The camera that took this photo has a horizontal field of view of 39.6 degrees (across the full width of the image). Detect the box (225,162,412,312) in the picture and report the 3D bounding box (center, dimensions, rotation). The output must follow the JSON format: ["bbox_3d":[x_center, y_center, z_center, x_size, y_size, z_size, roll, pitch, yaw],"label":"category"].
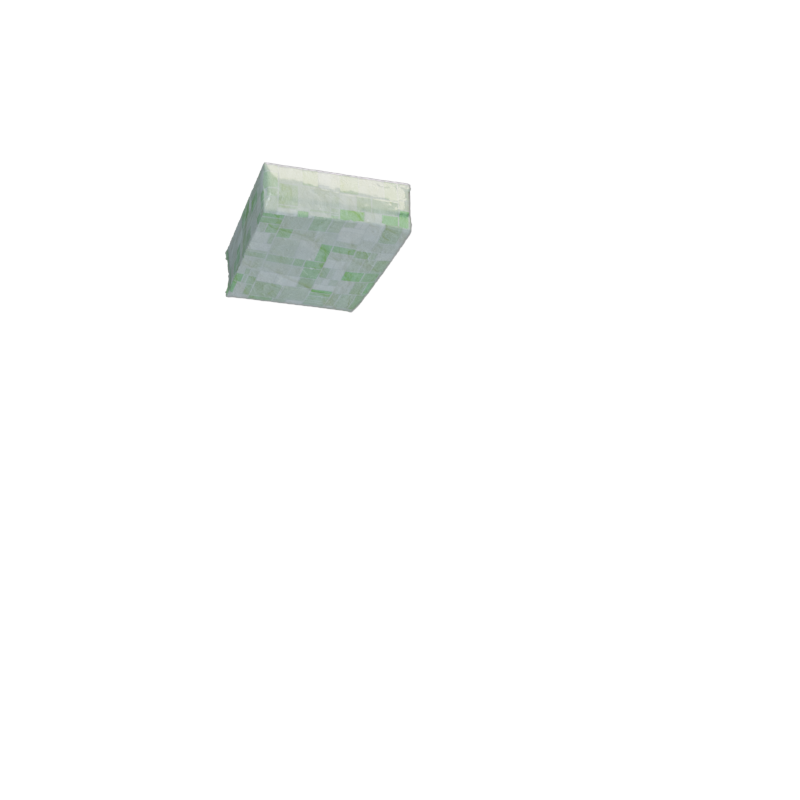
[{"bbox_3d":[-0.053,-0.097,0.677,0.088,0.041,0.109,8,-27,-17],"label":"box"}]
